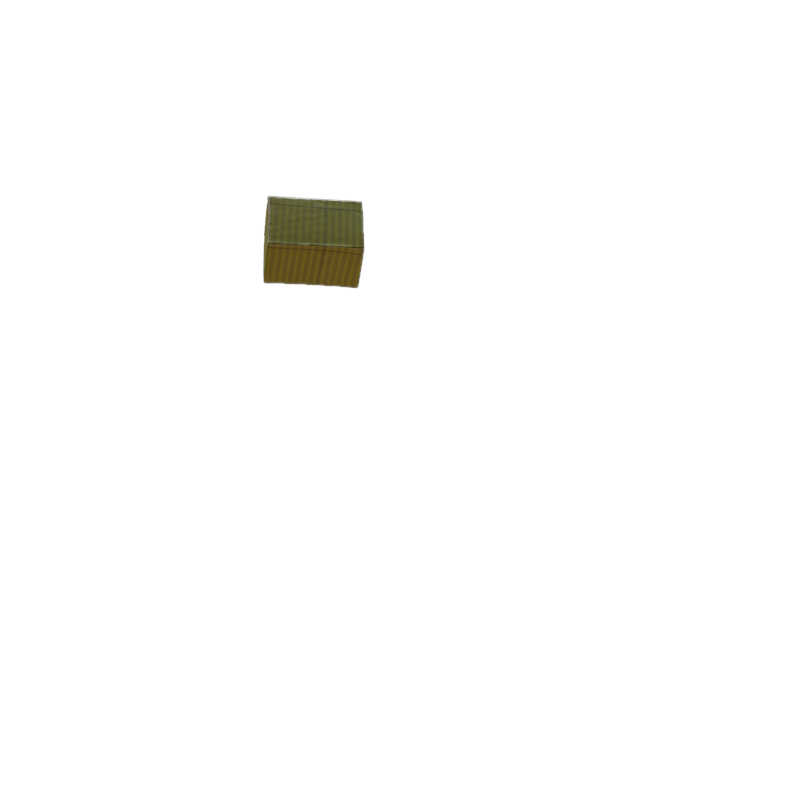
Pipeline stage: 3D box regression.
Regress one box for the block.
[{"bbox_3d":[-0.069,-0.126,0.885,0.077,0.055,0.050,3,-36,-6],"label":"block"}]
